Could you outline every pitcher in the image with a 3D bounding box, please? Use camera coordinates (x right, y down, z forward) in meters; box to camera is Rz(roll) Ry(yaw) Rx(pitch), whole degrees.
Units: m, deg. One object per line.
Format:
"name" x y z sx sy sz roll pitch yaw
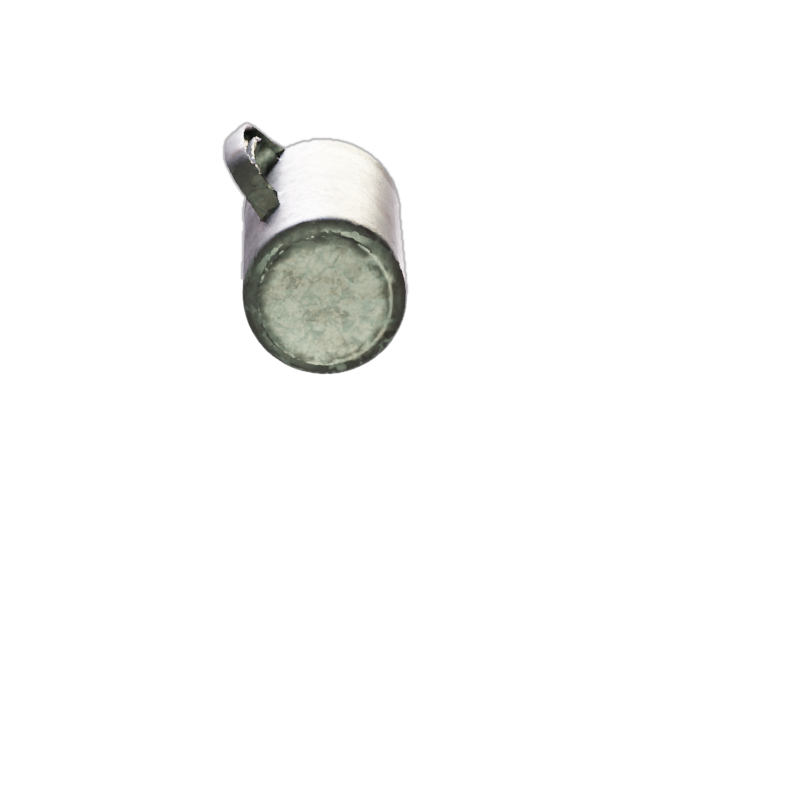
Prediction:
"pitcher" -0.065 -0.118 0.827 0.148 0.140 0.254 4 20 -5
